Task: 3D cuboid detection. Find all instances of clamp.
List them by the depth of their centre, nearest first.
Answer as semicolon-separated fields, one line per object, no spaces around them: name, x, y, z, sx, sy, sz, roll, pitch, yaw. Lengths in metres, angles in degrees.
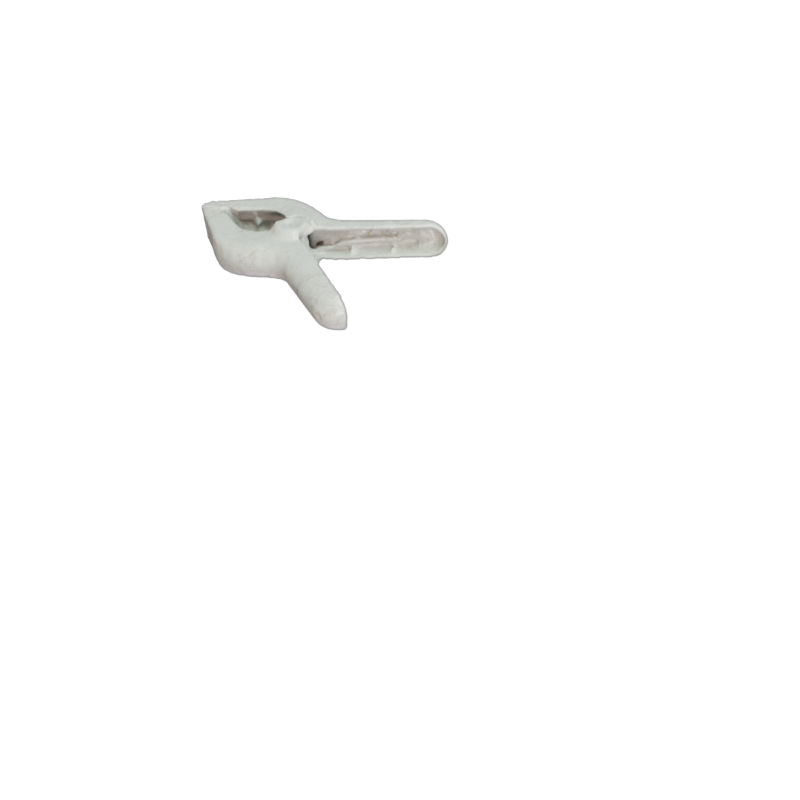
clamp;-0.058;-0.105;0.735;0.119;0.037;0.183;-27;41;-35
